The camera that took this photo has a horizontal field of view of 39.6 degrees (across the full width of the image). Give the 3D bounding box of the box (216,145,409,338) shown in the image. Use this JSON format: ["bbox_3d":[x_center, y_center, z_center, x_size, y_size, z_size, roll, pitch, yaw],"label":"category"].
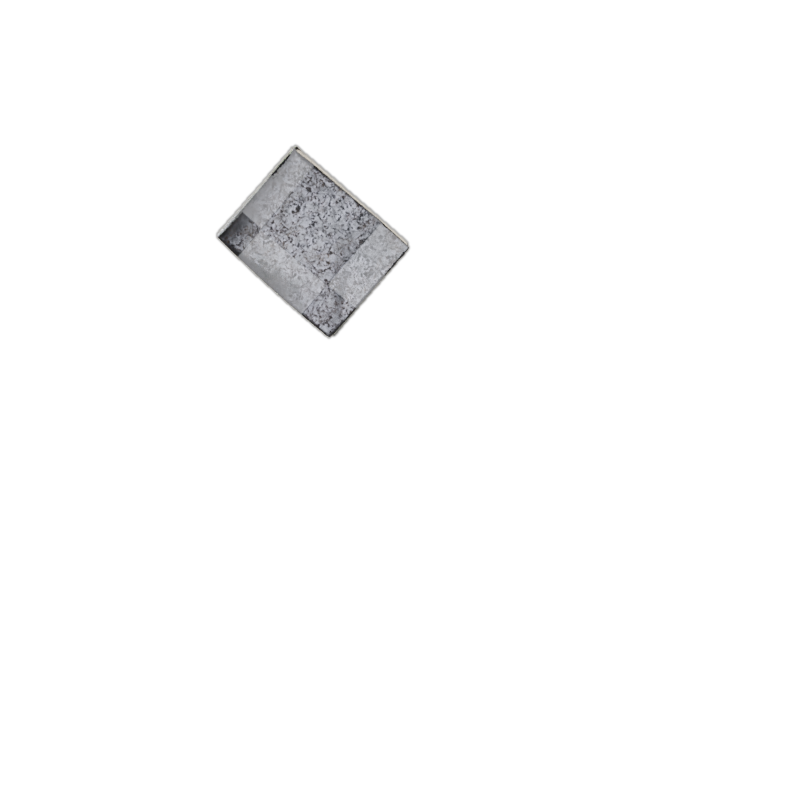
[{"bbox_3d":[-0.063,-0.115,0.804,0.112,0.089,0.040,41,5,-5],"label":"box"}]
